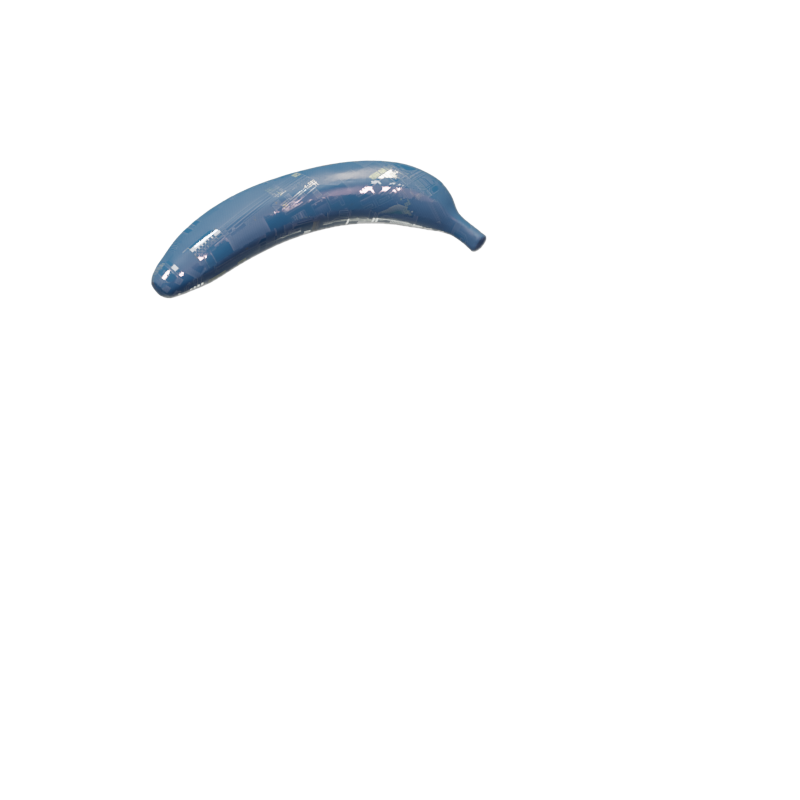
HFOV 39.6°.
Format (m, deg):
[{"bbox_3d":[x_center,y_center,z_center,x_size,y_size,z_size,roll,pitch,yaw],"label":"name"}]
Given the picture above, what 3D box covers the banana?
[{"bbox_3d":[-0.052,-0.107,0.652,0.196,0.075,0.034,-11,-40,-10],"label":"banana"}]
